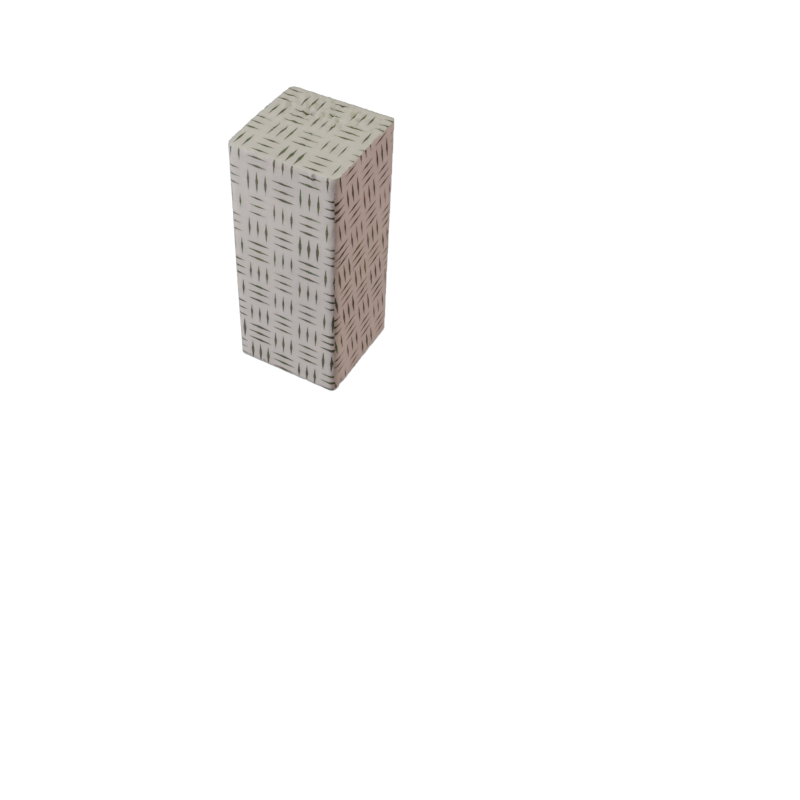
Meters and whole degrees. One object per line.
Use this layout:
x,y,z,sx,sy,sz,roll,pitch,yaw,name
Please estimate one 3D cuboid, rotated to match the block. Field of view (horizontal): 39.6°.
-0.067,-0.120,0.844,0.095,0.192,0.093,23,47,19,block
